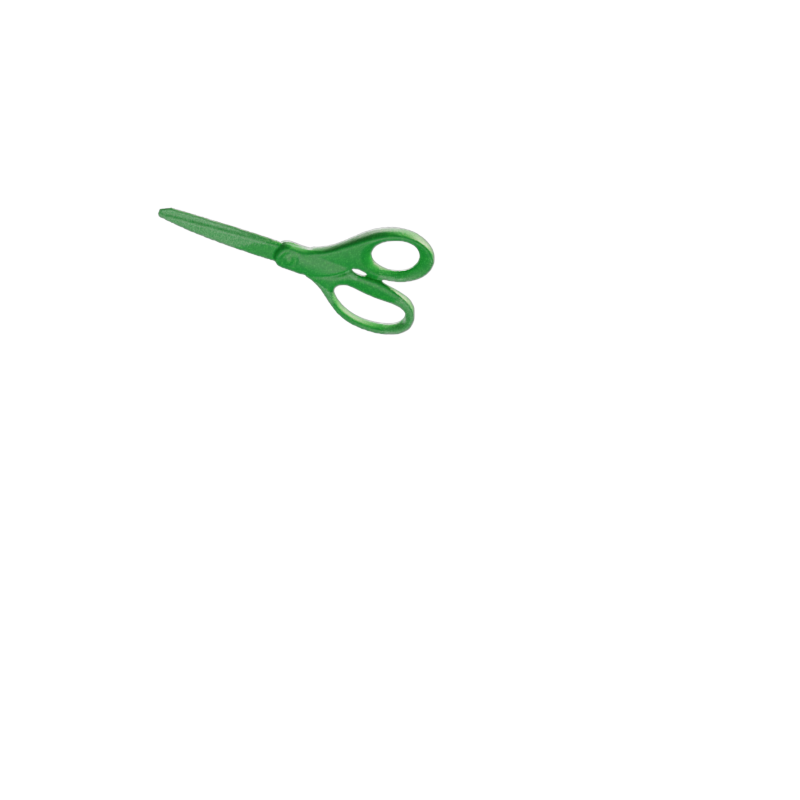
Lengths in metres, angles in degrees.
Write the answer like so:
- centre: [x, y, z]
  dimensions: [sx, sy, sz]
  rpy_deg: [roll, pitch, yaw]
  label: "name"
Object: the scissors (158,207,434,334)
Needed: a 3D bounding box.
- centre: [-0.061, -0.112, 0.785]
  dimensions: [0.193, 0.094, 0.017]
  rpy_deg: [32, 29, -20]
  label: "scissors"
